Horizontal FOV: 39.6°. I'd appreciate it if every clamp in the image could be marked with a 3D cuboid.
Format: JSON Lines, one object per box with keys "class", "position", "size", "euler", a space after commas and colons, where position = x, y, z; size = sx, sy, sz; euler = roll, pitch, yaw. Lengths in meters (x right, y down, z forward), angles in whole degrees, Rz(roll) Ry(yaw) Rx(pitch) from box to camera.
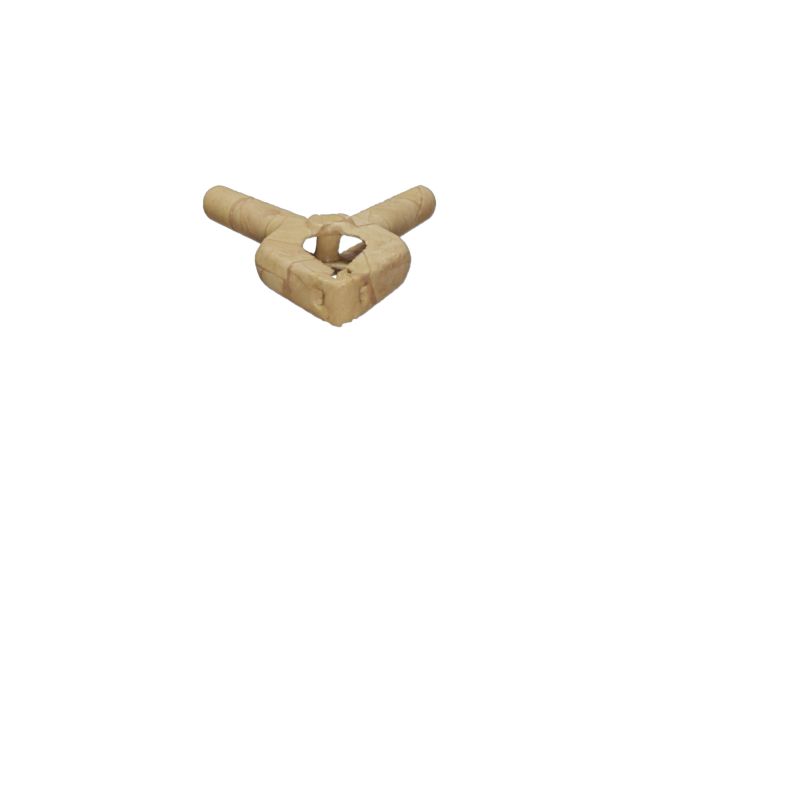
{"class": "clamp", "position": [-0.055, -0.101, 0.709], "size": [0.165, 0.035, 0.220], "euler": [0, 26, 1]}
